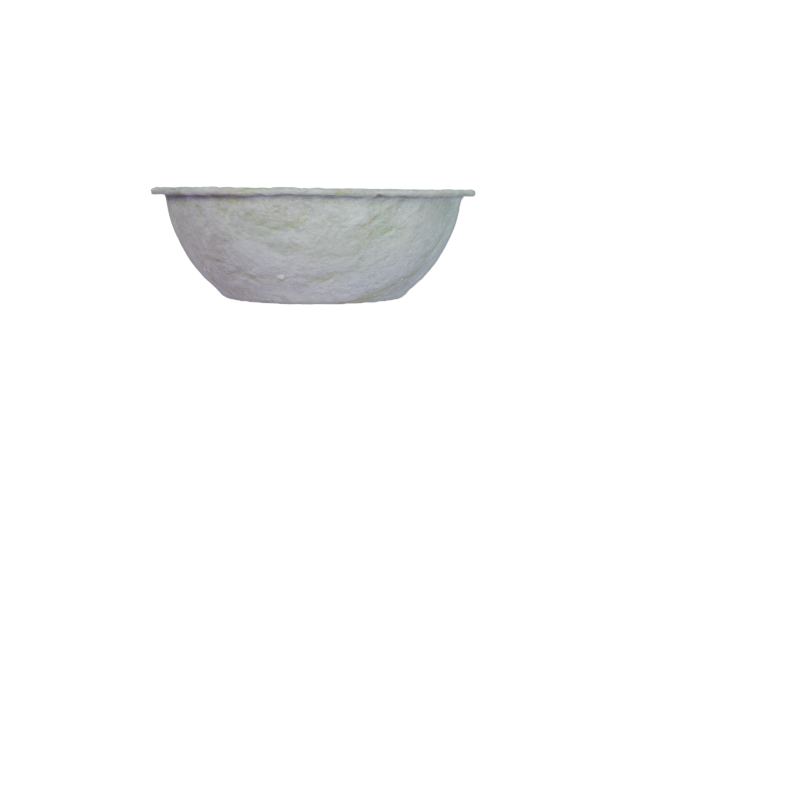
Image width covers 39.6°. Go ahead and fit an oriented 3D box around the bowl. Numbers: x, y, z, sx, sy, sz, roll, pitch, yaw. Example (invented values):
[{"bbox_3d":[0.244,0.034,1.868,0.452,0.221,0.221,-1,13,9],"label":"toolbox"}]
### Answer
[{"bbox_3d":[-0.044,-0.079,0.556,0.162,0.054,0.165,0,9,-2],"label":"bowl"}]
